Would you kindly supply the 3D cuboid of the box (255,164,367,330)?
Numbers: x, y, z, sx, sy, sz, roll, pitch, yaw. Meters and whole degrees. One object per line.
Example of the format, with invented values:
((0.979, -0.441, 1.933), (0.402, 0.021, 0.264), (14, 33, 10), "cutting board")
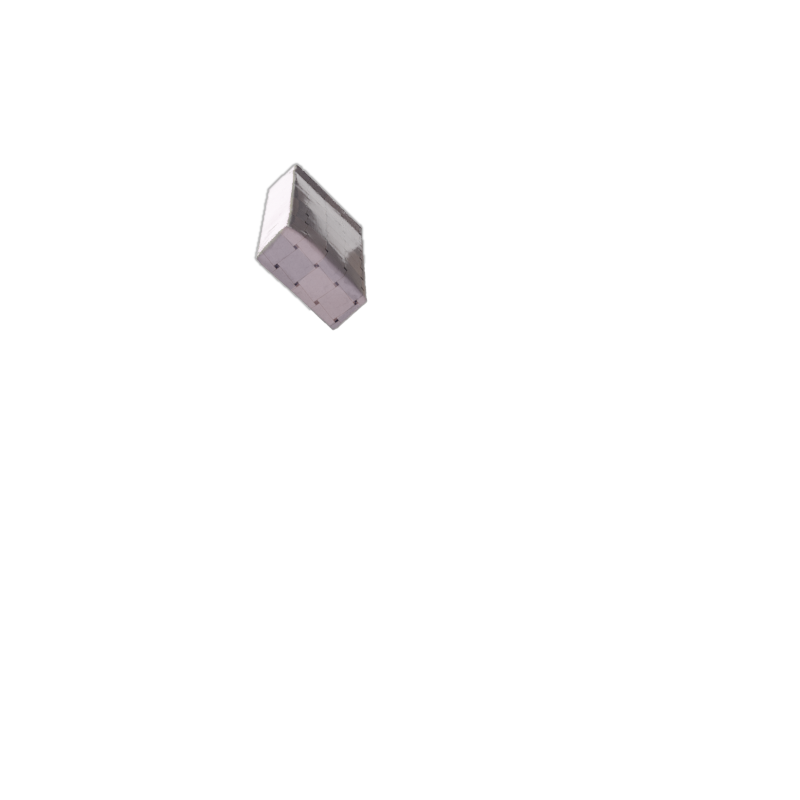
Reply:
((-0.076, -0.138, 0.969), (0.090, 0.048, 0.185), (42, 16, -19), "box")
